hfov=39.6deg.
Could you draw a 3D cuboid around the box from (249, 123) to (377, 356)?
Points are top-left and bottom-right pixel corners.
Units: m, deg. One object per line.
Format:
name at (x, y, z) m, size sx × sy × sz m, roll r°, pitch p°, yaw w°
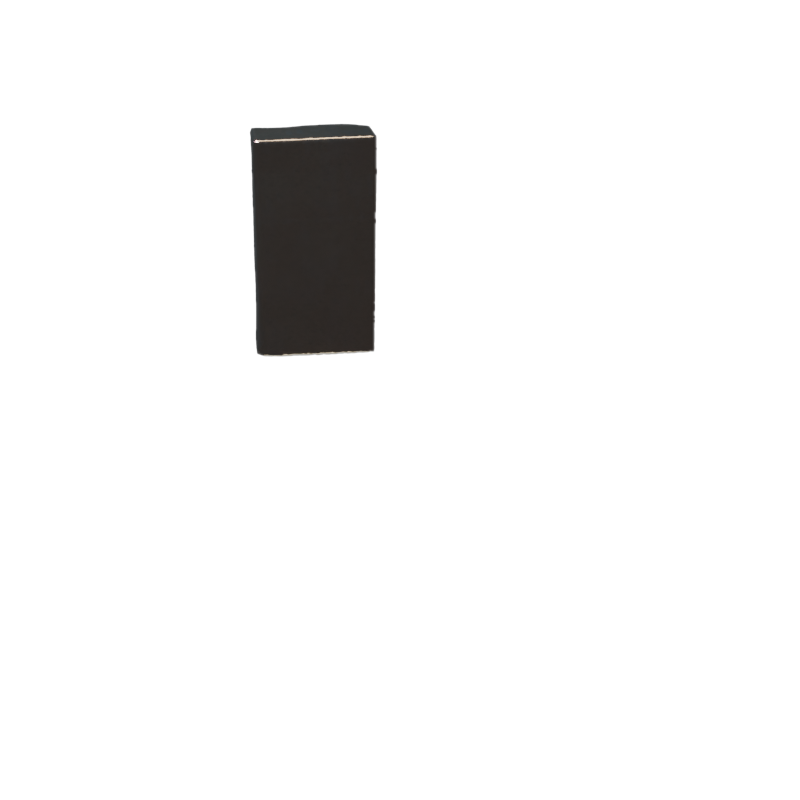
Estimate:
box at (-0.066, -0.121, 0.849) m, size 0.092 × 0.169 × 0.051 m, roll -2°, pitch 20°, yaw -8°
